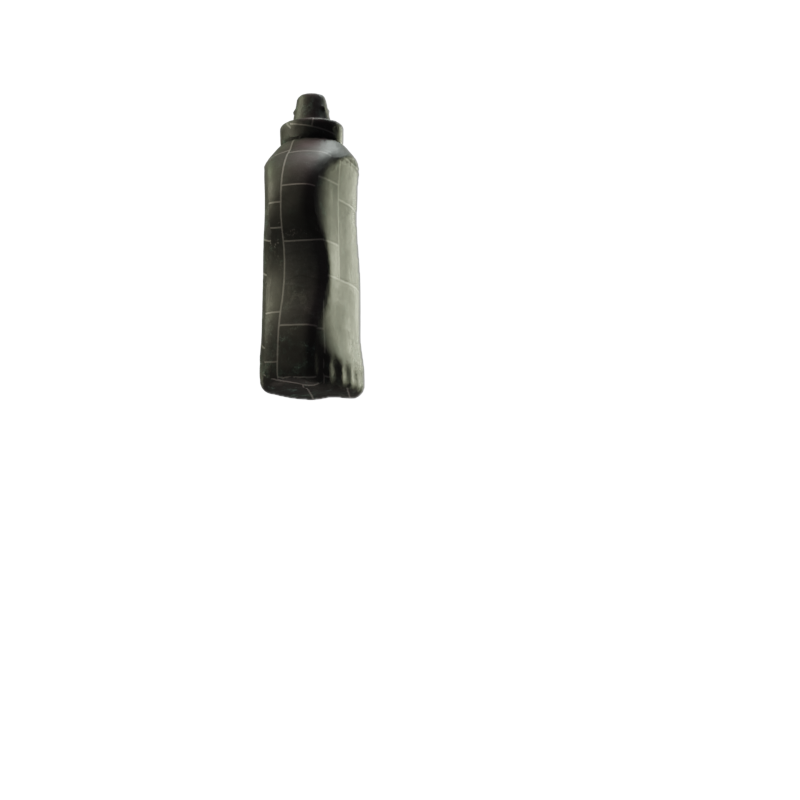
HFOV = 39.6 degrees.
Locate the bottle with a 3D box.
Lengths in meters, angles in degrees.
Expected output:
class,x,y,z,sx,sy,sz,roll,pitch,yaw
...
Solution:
class,x,y,z,sx,sy,sz,roll,pitch,yaw
bottle,-0.055,-0.099,0.695,0.059,0.197,0.091,-5,-12,18
